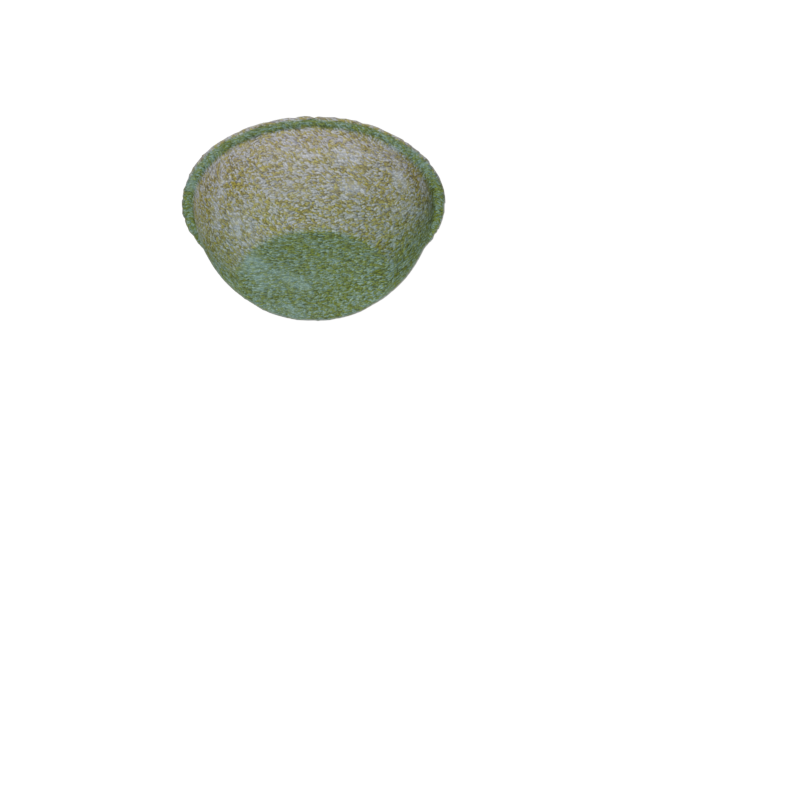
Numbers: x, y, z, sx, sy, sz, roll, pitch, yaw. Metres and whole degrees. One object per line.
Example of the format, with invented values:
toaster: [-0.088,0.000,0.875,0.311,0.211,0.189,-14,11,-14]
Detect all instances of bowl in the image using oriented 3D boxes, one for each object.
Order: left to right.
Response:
bowl: [-0.052,-0.095,0.667,0.162,0.059,0.152,1,-34,-2]
